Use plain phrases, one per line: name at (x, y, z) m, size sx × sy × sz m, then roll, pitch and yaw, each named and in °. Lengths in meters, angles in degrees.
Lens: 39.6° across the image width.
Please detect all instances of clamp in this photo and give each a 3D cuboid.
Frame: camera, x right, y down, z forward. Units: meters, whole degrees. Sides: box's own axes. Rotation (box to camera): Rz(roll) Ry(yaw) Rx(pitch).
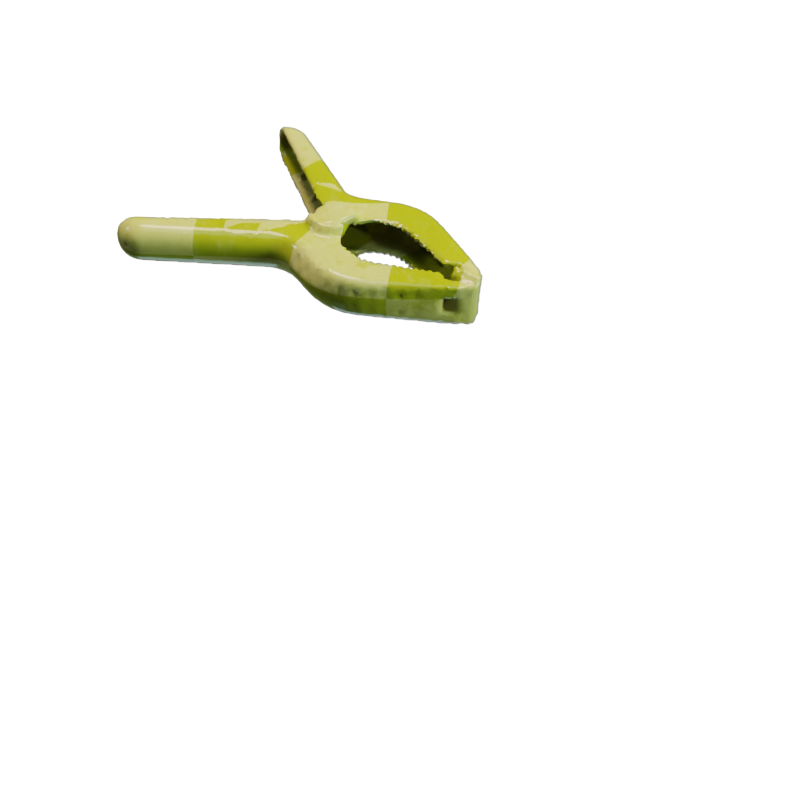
clamp at (-0.051, -0.094, 0.655) m, size 0.224 × 0.034 × 0.165 m, roll 31°, pitch 49°, yaw 32°
